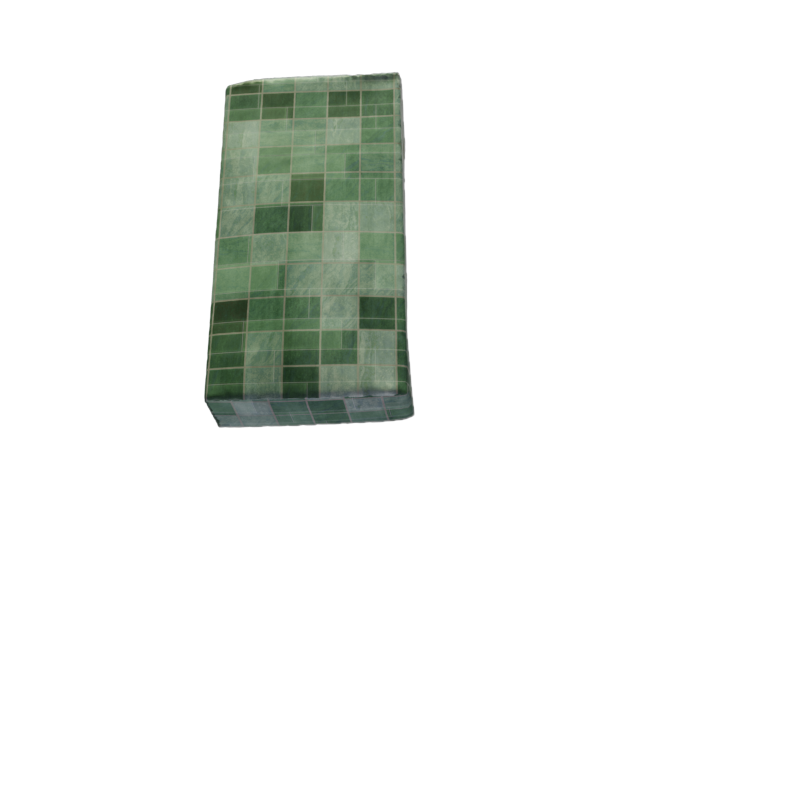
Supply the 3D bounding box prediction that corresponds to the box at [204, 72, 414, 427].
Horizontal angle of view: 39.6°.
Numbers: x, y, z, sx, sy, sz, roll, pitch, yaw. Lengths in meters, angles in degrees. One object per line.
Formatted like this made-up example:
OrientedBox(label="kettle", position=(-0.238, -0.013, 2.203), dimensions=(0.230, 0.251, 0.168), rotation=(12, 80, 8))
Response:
OrientedBox(label="box", position=(-0.042, -0.077, 0.540), dimensions=(0.094, 0.186, 0.045), rotation=(-4, -25, 4))
